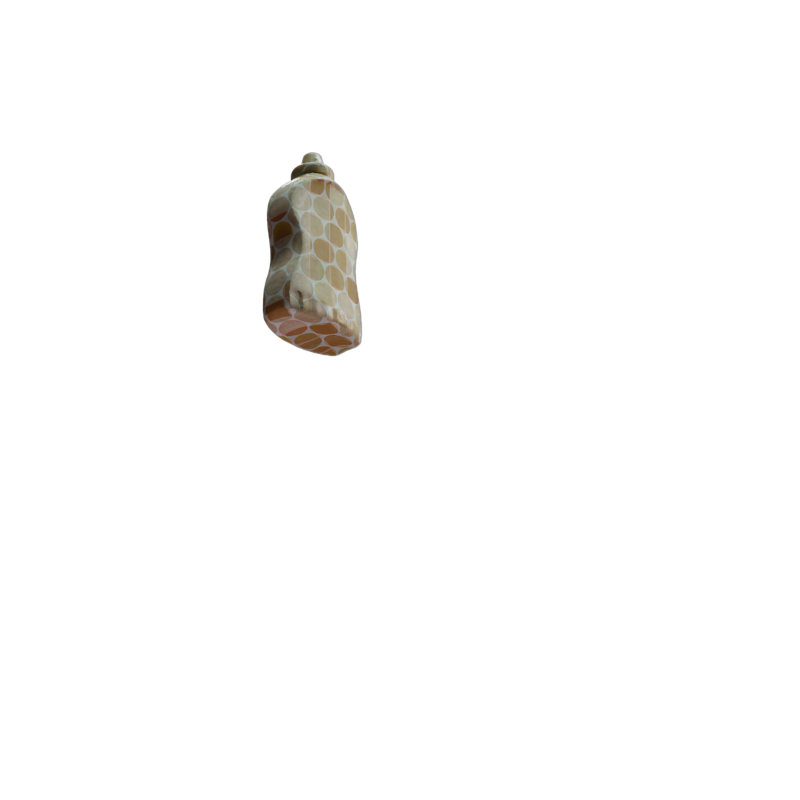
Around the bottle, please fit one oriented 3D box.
[{"bbox_3d":[-0.078,-0.141,0.992,0.058,0.204,0.090,-28,-39,36],"label":"bottle"}]
